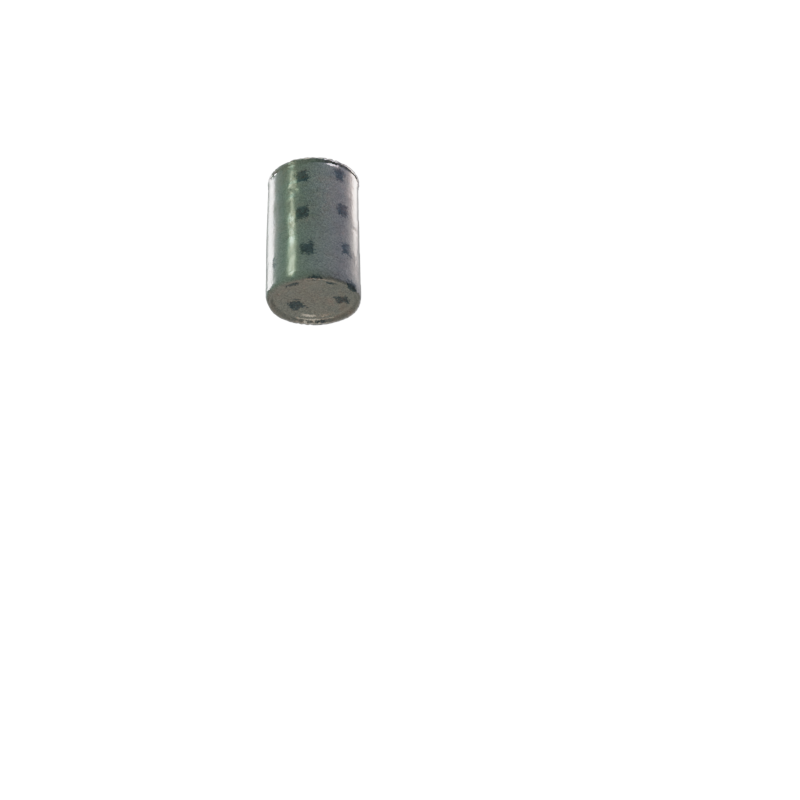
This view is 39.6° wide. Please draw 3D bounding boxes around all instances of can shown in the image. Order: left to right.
[{"bbox_3d":[-0.062,-0.114,0.795,0.068,0.109,0.064,0,-30,-2],"label":"can"}]
